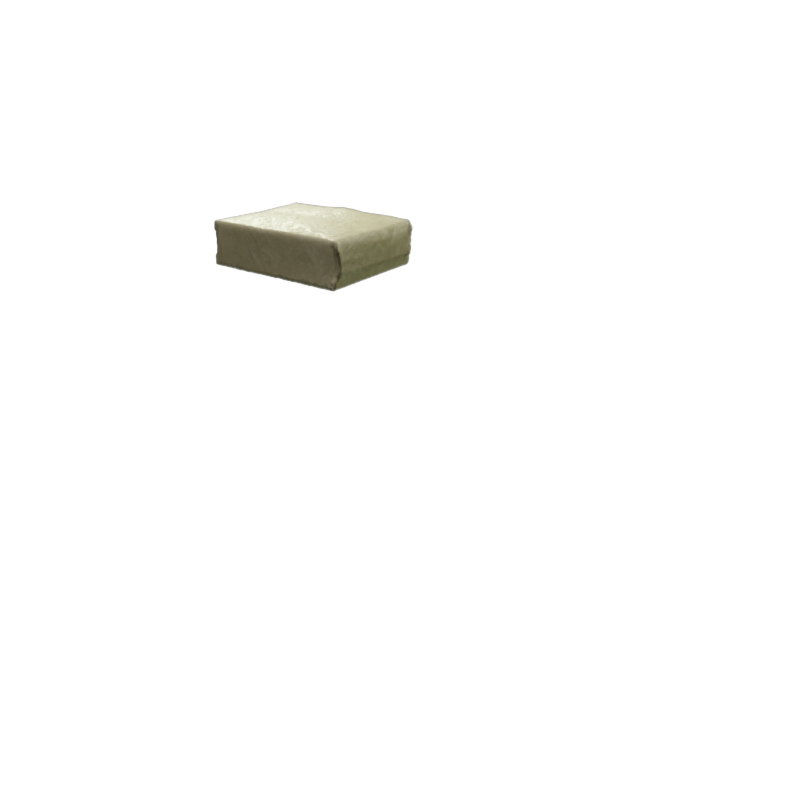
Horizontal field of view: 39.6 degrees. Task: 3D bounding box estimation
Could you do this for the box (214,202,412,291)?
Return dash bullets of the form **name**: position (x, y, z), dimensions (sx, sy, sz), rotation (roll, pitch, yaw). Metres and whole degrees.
- **box**: position (-0.049, -0.090, 0.634), dimensions (0.094, 0.029, 0.072), rotation (14, 24, 35)
